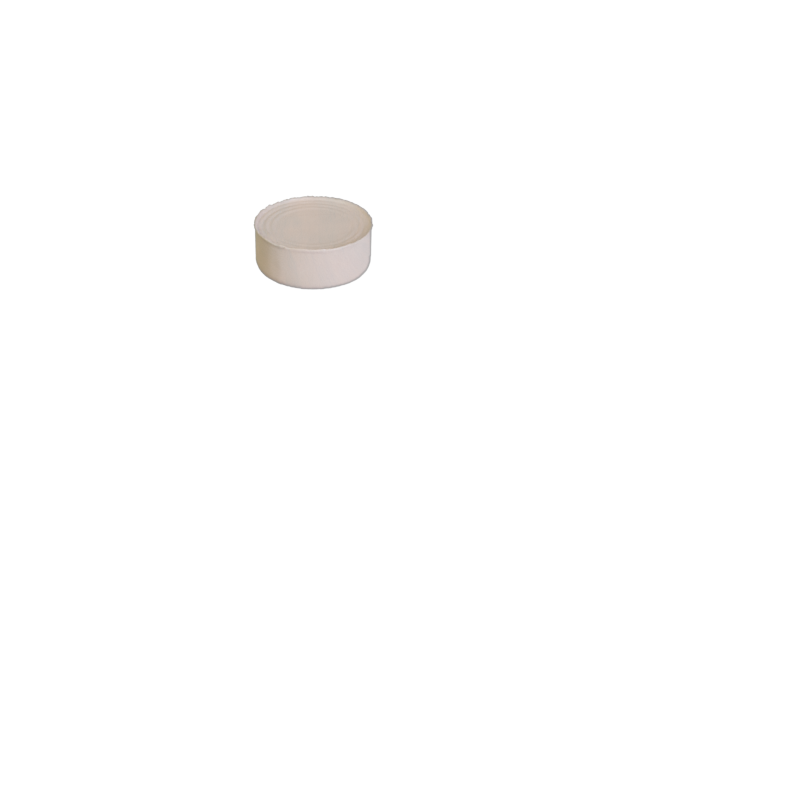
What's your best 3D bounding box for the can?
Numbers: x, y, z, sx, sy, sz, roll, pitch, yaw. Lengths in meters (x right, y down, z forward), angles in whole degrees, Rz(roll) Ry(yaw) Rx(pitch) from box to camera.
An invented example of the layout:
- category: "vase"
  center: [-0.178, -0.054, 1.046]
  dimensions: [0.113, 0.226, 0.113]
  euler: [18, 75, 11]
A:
- category: "can"
  center: [-0.063, -0.115, 0.805]
  dimensions: [0.086, 0.031, 0.092]
  euler: [-1, 34, -2]
